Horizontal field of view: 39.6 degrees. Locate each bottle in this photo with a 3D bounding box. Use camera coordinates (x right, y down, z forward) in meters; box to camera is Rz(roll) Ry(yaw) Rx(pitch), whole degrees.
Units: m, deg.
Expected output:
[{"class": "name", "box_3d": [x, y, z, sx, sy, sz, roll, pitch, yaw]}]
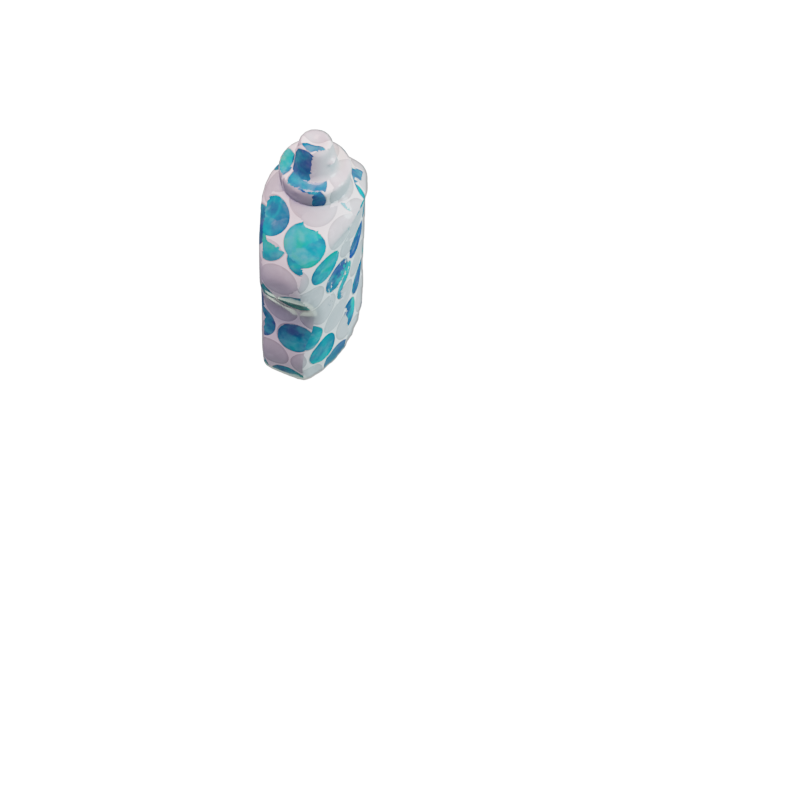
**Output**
[{"class": "bottle", "box_3d": [-0.053, -0.097, 0.678, 0.060, 0.100, 0.180, 23, -29, 9]}]
